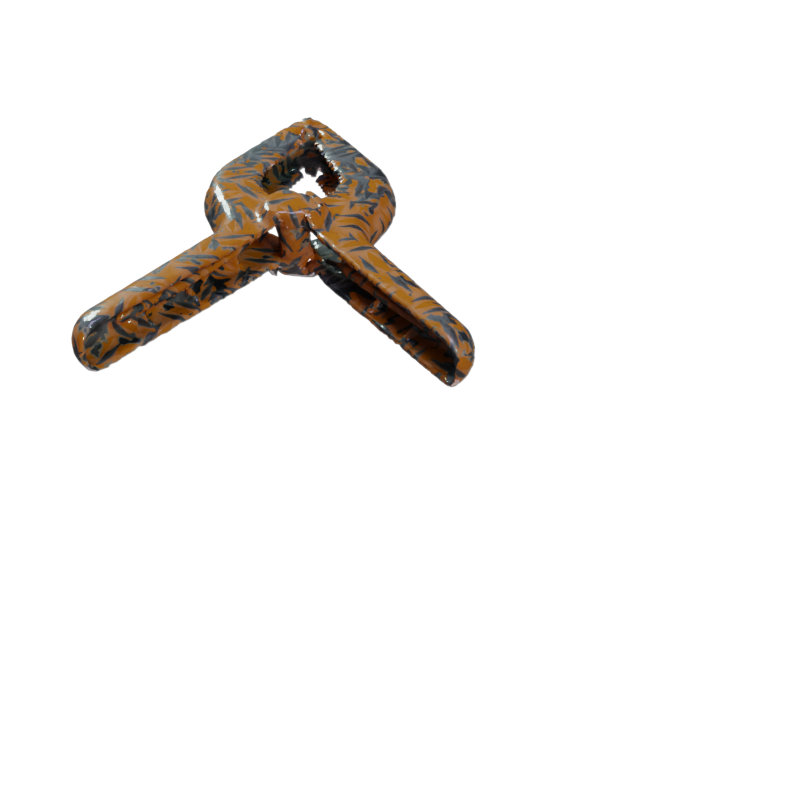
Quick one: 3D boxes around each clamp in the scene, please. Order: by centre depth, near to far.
[{"bbox_3d":[-0.041,-0.075,0.523,0.167,0.034,0.221,6,37,8],"label":"clamp"}]
